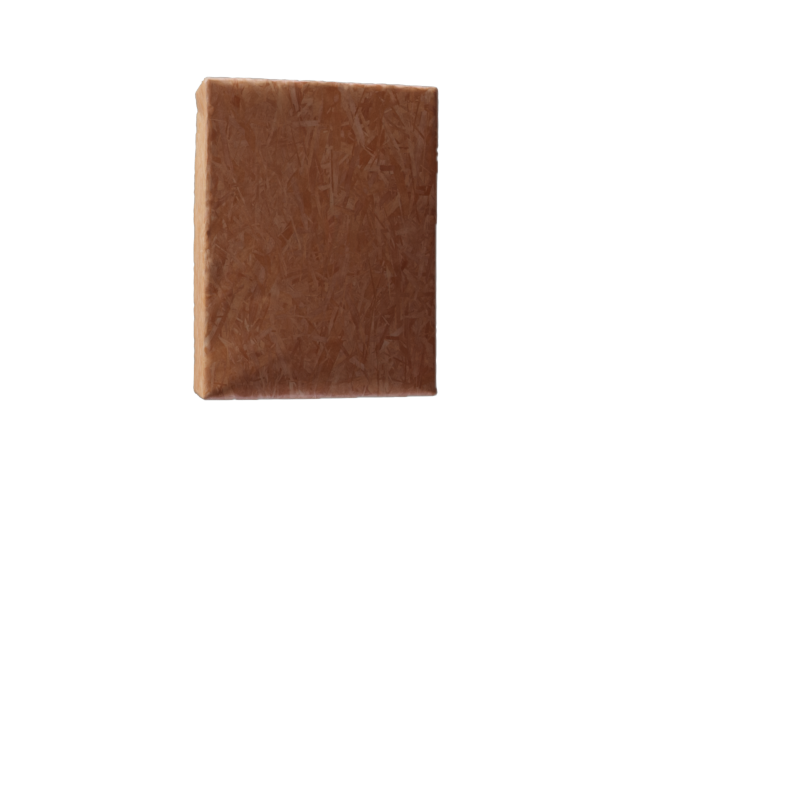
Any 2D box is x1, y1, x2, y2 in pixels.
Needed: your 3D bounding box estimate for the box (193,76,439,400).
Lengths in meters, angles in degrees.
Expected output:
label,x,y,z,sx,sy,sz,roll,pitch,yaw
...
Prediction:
label,x,y,z,sx,sy,sz,roll,pitch,yaw
box,-0.060,-0.110,0.769,0.161,0.215,0.073,0,-1,-15
